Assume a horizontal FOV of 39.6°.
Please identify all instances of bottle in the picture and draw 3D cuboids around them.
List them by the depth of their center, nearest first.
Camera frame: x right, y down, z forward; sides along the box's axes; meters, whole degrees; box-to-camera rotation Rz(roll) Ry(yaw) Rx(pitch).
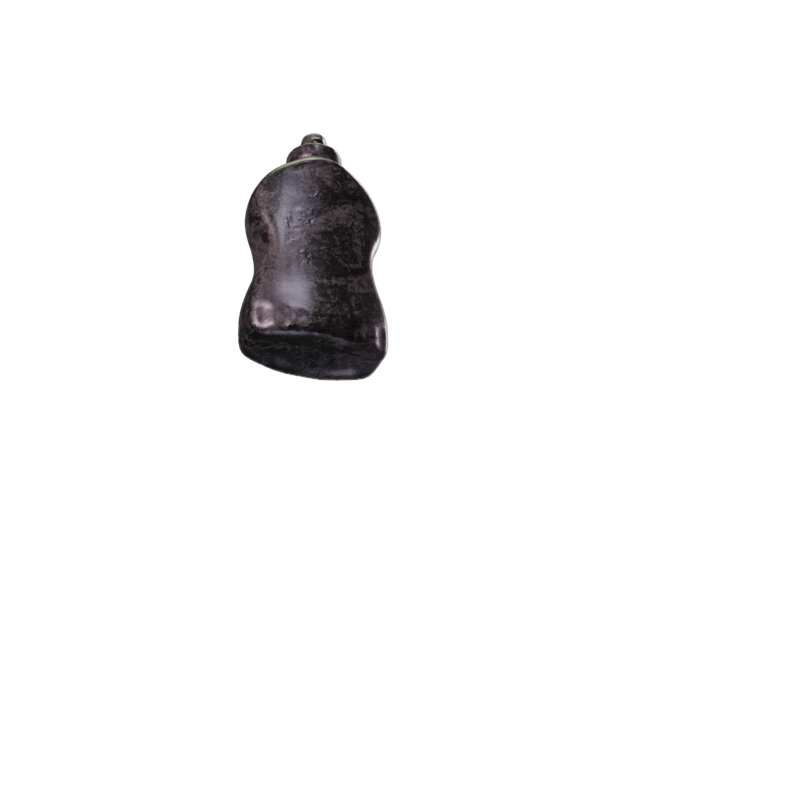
[{"bbox_3d":[-0.060,-0.110,0.768,0.094,0.205,0.056,9,-37,-16],"label":"bottle"}]
